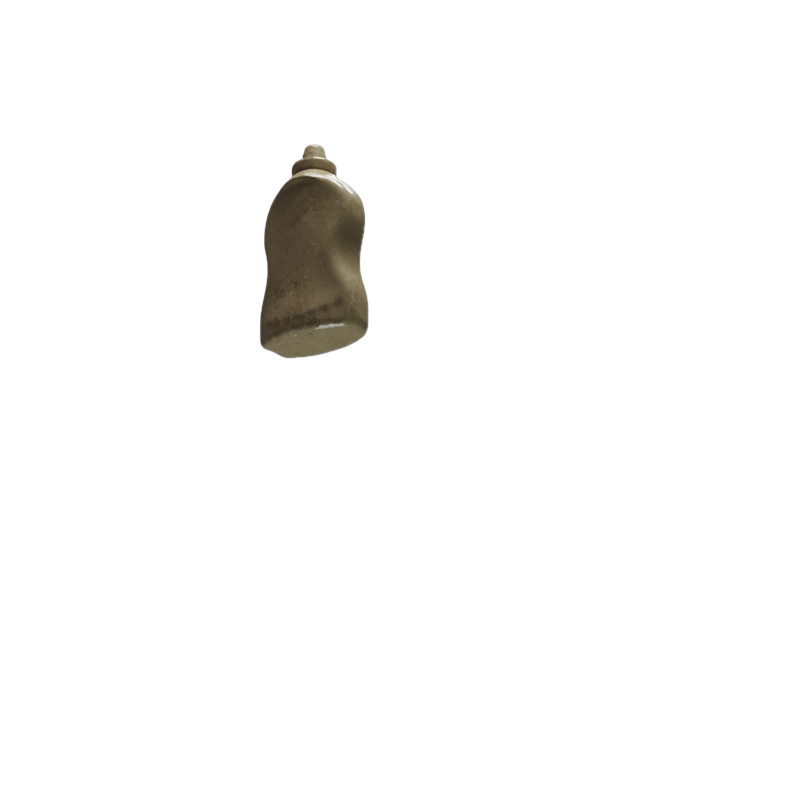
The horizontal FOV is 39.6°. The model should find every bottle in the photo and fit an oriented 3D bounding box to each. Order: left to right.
[{"bbox_3d":[-0.075,-0.138,0.966,0.097,0.203,0.054,-19,-30,32],"label":"bottle"}]
